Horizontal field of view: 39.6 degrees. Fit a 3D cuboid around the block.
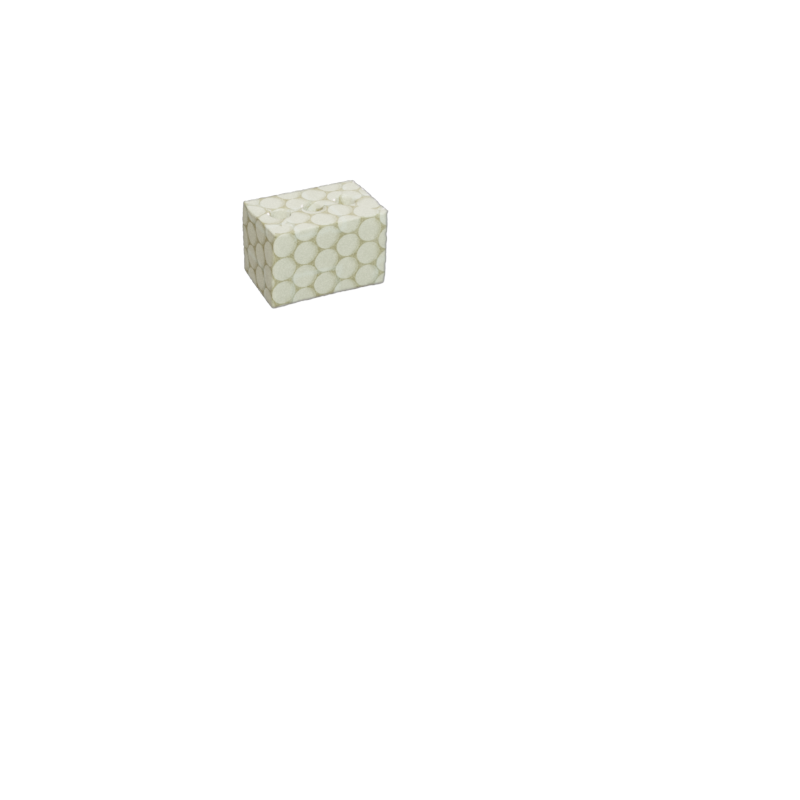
[{"bbox_3d":[-0.054,-0.098,0.690,0.077,0.048,0.057,-15,37,-22],"label":"block"}]
